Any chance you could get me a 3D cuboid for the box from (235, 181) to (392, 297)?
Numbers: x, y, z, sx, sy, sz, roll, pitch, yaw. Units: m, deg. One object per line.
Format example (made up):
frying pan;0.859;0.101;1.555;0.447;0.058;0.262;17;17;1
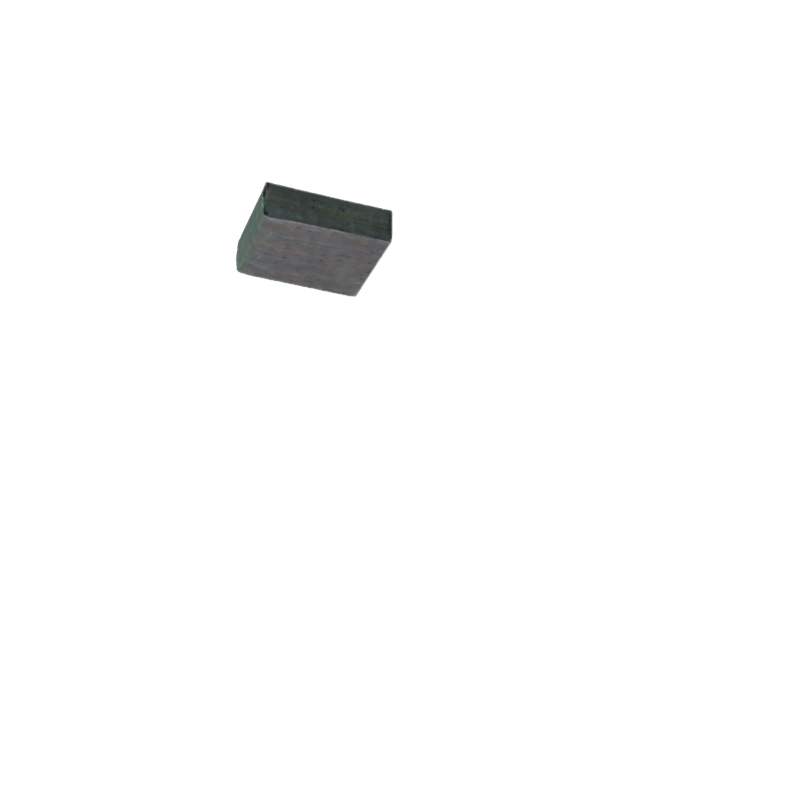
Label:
box;-0.073;-0.133;0.932;0.110;0.041;0.086;10;-33;-17
